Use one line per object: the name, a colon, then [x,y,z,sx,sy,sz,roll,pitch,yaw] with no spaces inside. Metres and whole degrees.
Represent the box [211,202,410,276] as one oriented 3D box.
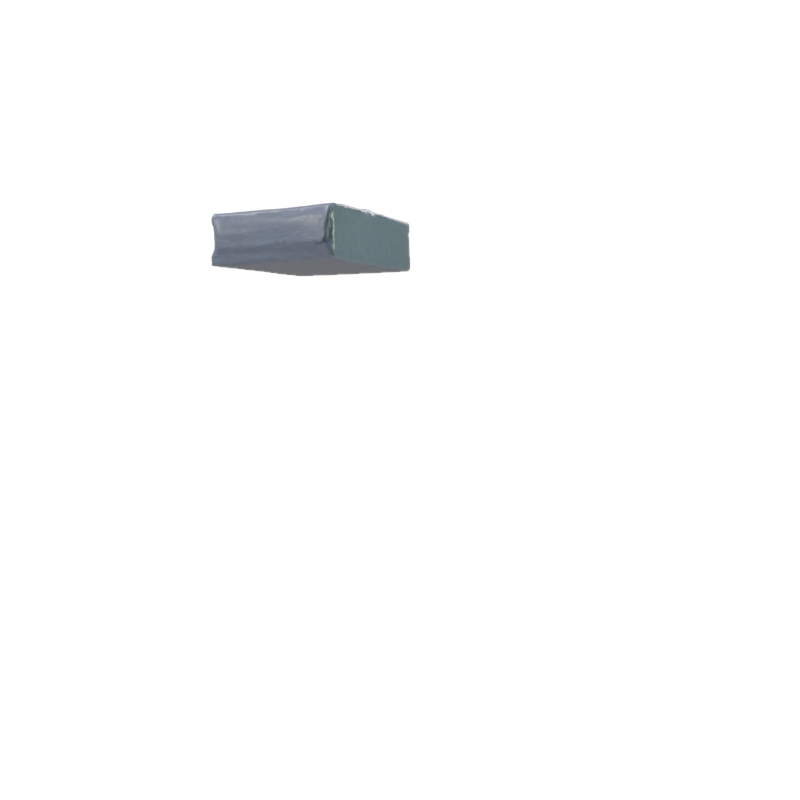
box: [-0.046,-0.084,0.590,0.075,0.030,0.086,0,0,29]
